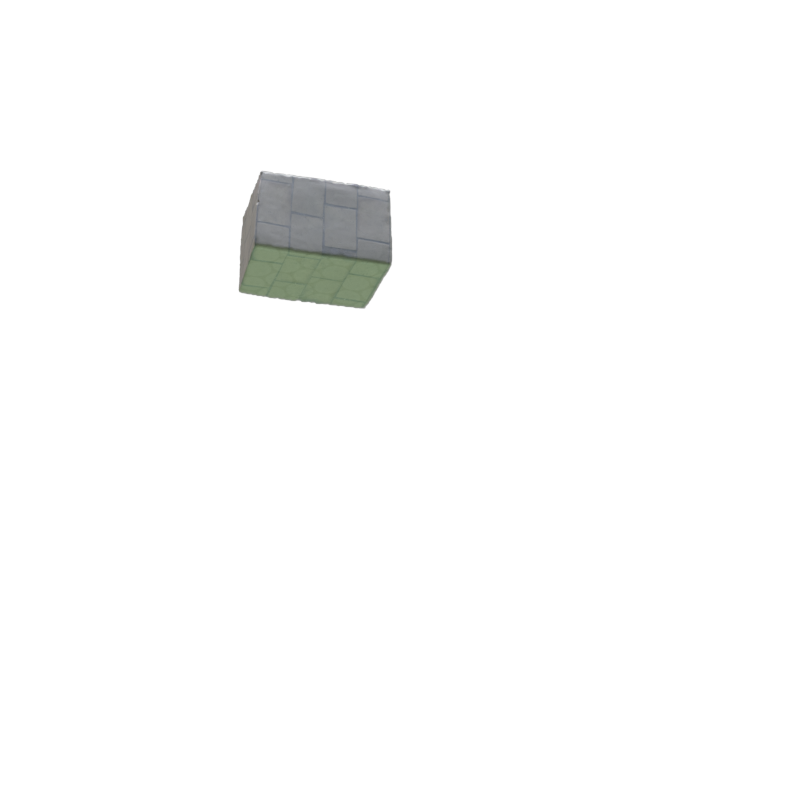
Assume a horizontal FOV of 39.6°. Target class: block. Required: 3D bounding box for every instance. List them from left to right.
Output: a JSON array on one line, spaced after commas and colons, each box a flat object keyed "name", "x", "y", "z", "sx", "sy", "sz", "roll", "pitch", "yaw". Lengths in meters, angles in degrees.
[{"name": "block", "x": -0.049, "y": -0.089, "z": 0.626, "sx": 0.076, "sy": 0.055, "sz": 0.051, "roll": 7, "pitch": -30, "yaw": -14}]
